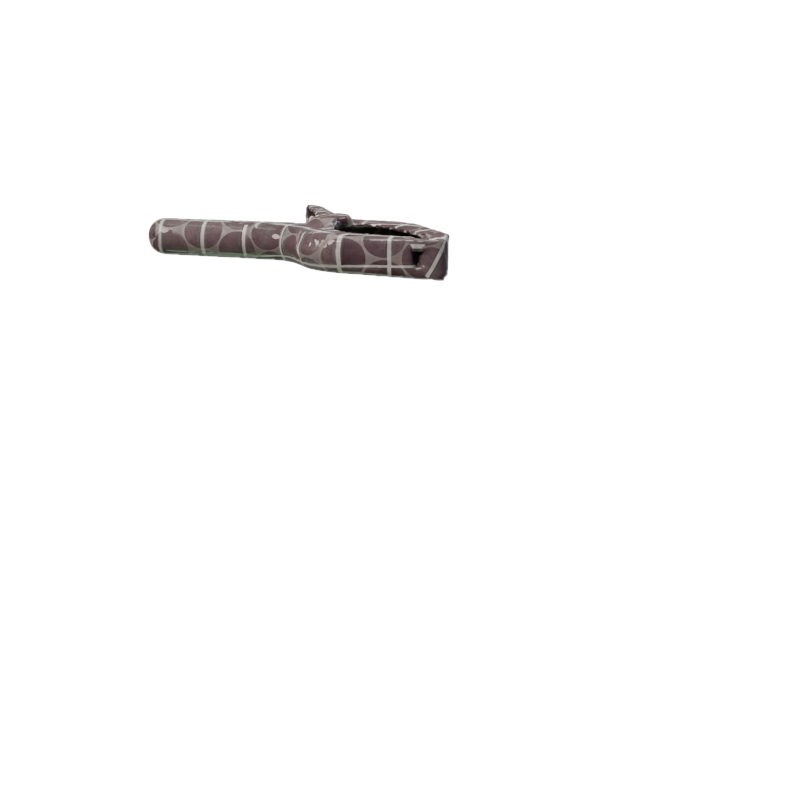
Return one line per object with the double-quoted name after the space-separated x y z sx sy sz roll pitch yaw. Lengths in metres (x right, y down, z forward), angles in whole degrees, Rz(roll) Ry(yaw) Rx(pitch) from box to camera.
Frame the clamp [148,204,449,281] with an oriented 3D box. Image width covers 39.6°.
-0.059 -0.108 0.754 0.160 0.035 0.222 -13 21 -38 "clamp"
